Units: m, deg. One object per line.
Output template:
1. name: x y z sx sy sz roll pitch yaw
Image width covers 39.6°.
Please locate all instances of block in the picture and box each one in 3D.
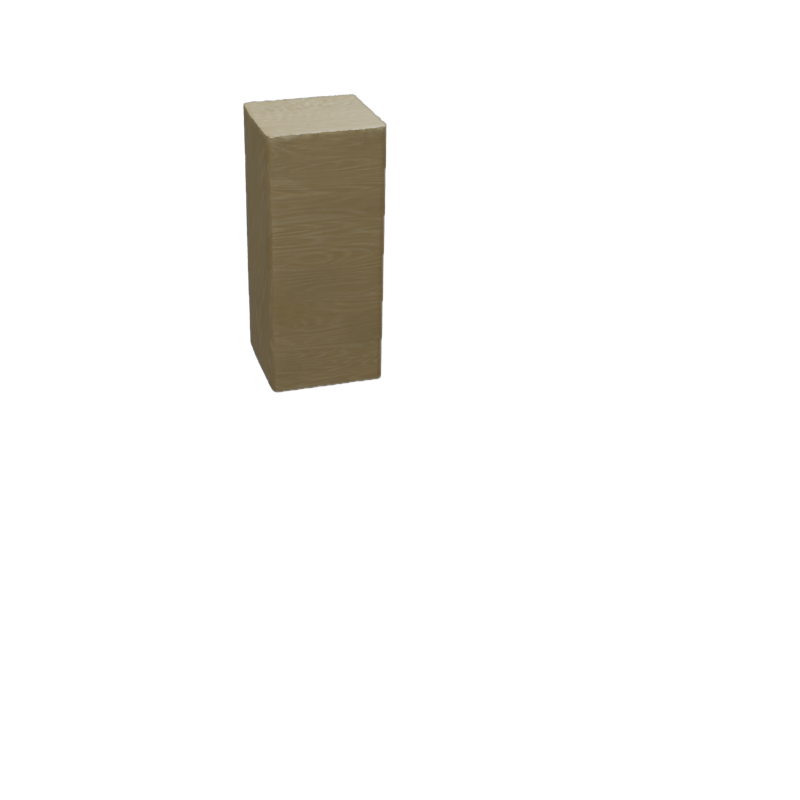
1. block: -0.067 -0.121 0.852 0.089 0.195 0.097 -6 27 -16
